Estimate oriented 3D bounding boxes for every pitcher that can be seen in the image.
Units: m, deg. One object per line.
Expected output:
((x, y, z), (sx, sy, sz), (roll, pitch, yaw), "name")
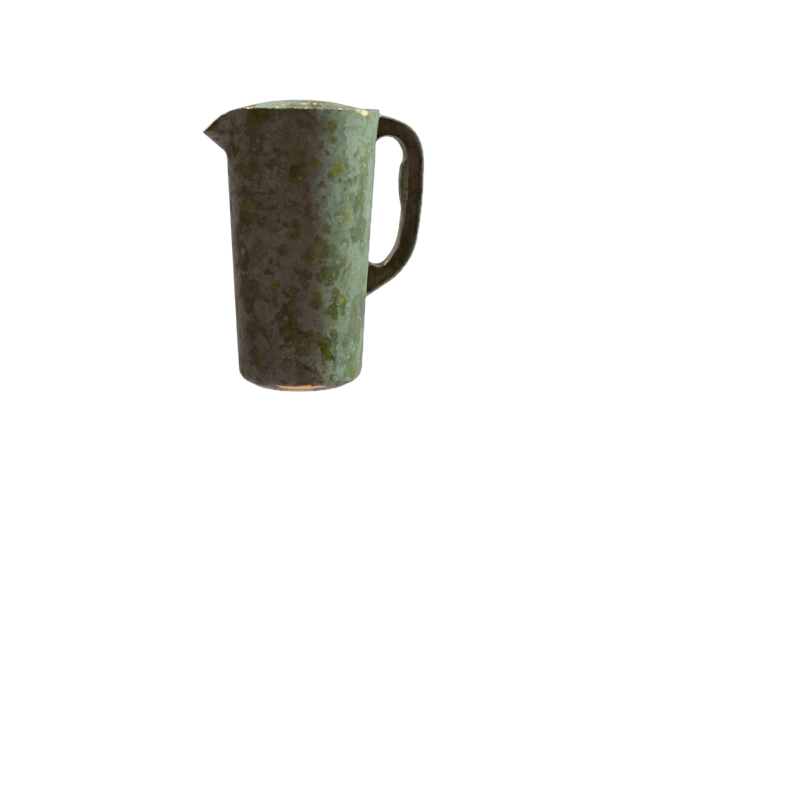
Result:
((-0.075, -0.137, 0.958), (0.156, 0.239, 0.141), (7, 11, 35), "pitcher")
